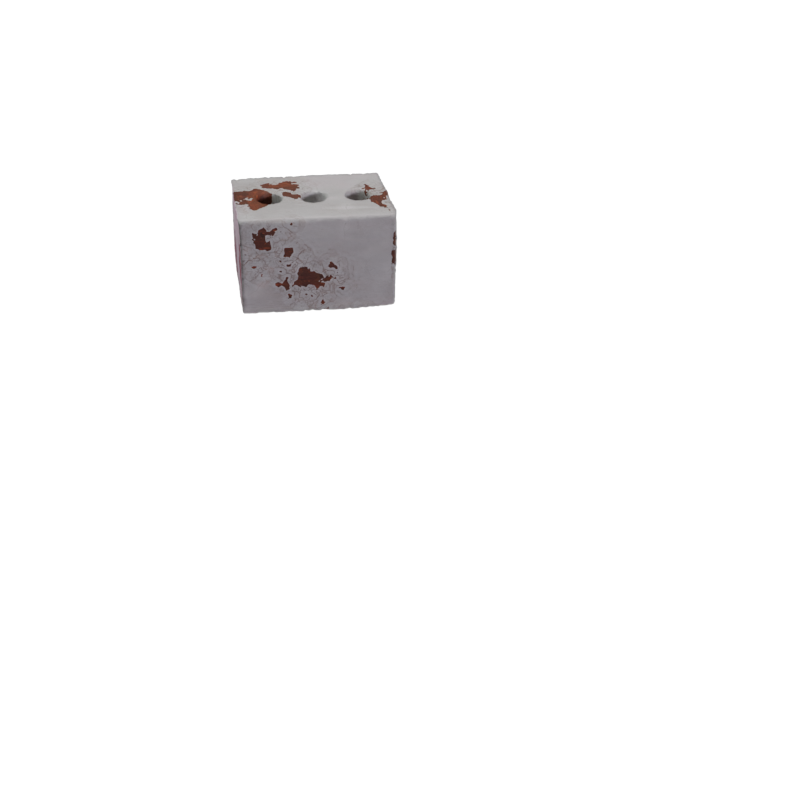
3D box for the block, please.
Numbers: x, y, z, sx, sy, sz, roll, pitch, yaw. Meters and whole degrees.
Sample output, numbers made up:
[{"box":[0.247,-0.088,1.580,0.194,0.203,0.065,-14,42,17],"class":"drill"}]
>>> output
[{"box":[-0.043,-0.079,0.552,0.077,0.048,0.056,-4,30,-8],"class":"block"}]
